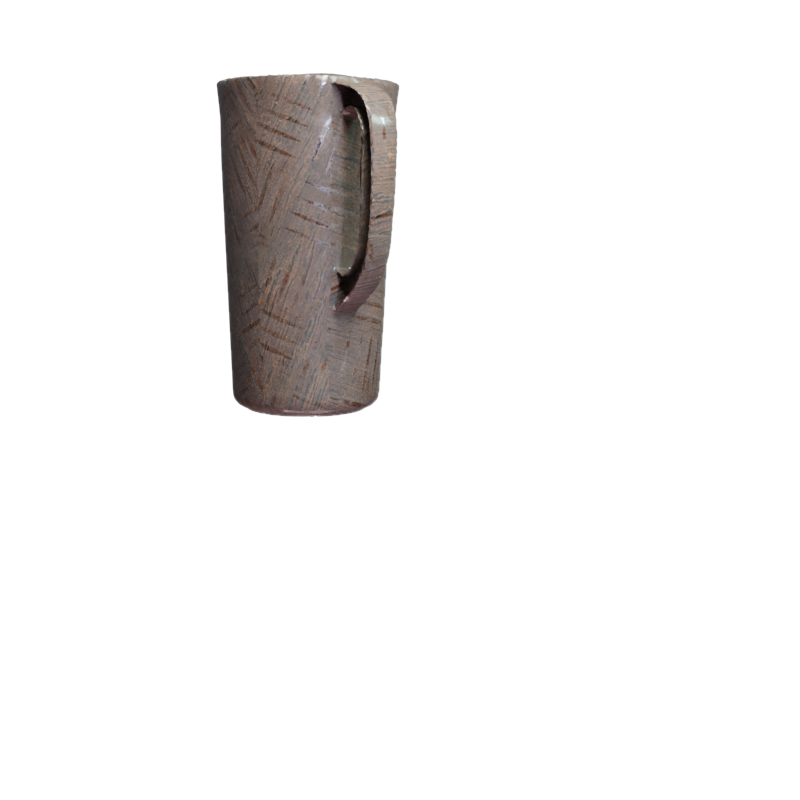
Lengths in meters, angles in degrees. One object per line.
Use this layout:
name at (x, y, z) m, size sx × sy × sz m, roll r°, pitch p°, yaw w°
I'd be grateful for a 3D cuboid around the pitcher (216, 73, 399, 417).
pitcher at (-0.063, -0.115, 0.802) m, size 0.148 × 0.242 × 0.148 m, roll 1°, pitch 4°, yaw 12°
